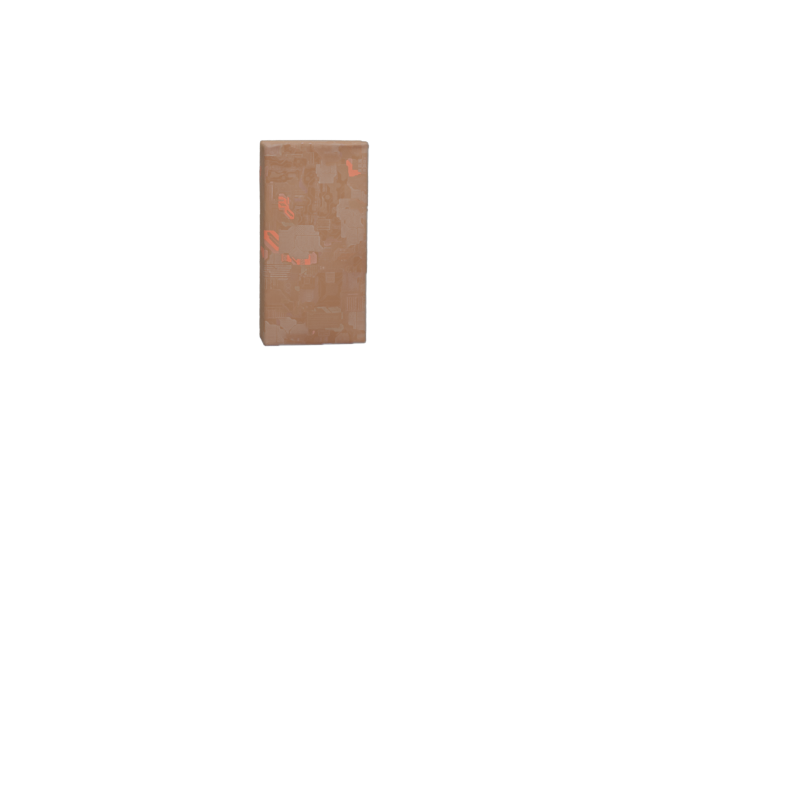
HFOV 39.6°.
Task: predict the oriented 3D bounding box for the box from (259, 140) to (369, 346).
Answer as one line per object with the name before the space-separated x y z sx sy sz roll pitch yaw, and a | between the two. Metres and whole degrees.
box | -0.076 -0.138 0.965 0.092 0.172 0.050 -1 10 -10
